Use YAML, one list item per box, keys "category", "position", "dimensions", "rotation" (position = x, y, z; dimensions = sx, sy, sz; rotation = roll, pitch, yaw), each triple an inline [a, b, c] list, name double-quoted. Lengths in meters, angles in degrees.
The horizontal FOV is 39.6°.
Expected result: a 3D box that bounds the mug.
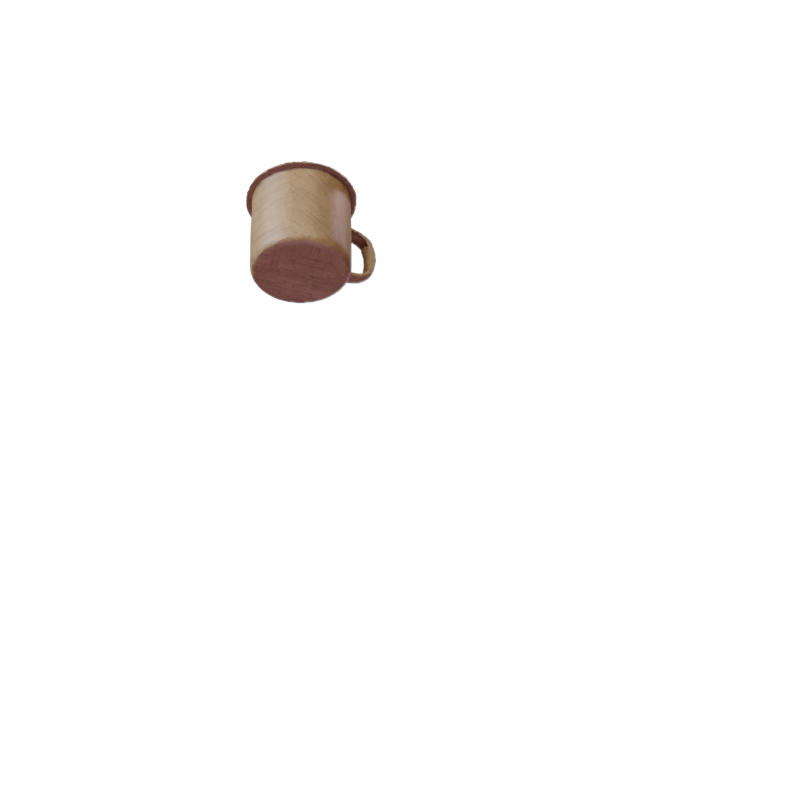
- category: "mug"
  position: [-0.071, -0.130, 0.908]
  dimensions: [0.111, 0.087, 0.091]
  rotation: [23, -44, -27]
